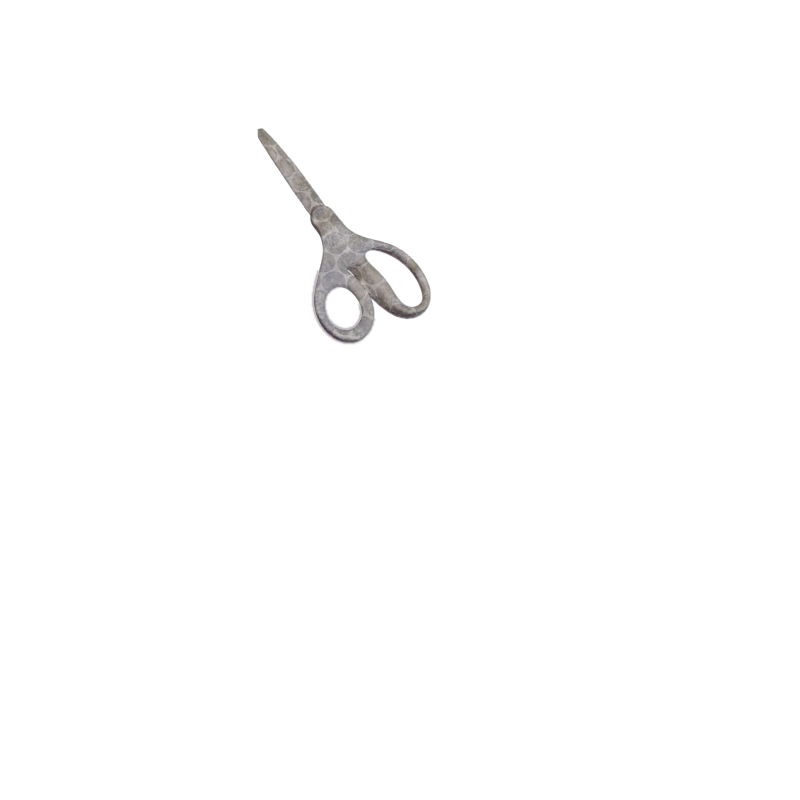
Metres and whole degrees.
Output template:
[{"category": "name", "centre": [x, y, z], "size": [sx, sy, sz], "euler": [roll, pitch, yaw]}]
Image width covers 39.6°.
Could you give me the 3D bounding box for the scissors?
[{"category": "scissors", "centre": [-0.067, -0.122, 0.856], "size": [0.210, 0.097, 0.015], "euler": [40, -18, 16]}]
